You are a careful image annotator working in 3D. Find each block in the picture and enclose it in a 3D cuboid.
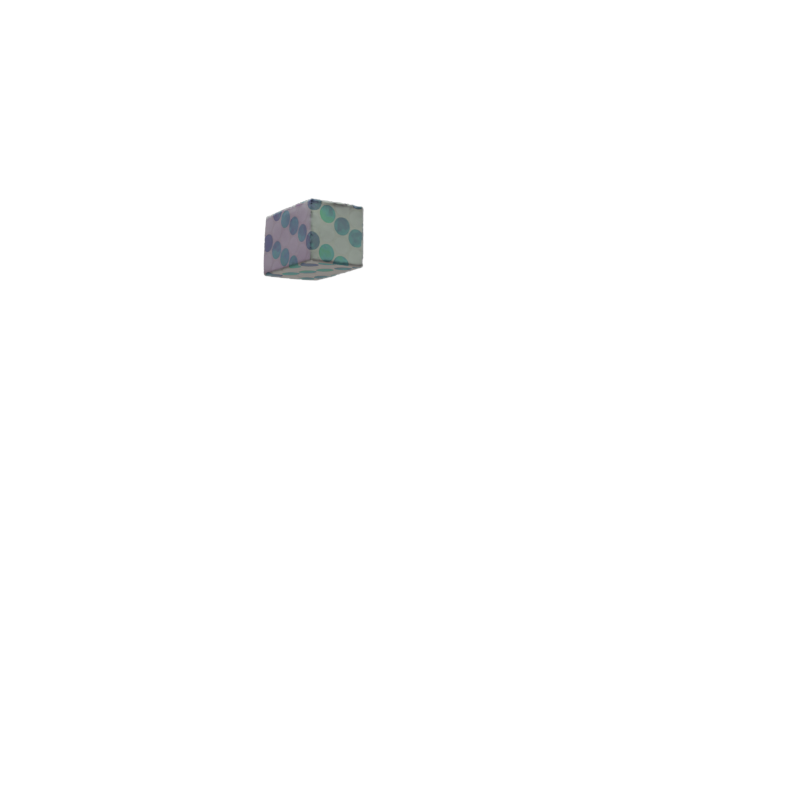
[{"bbox_3d":[-0.072,-0.131,0.917,0.050,0.052,0.079,5,-9,-34],"label":"block"}]
